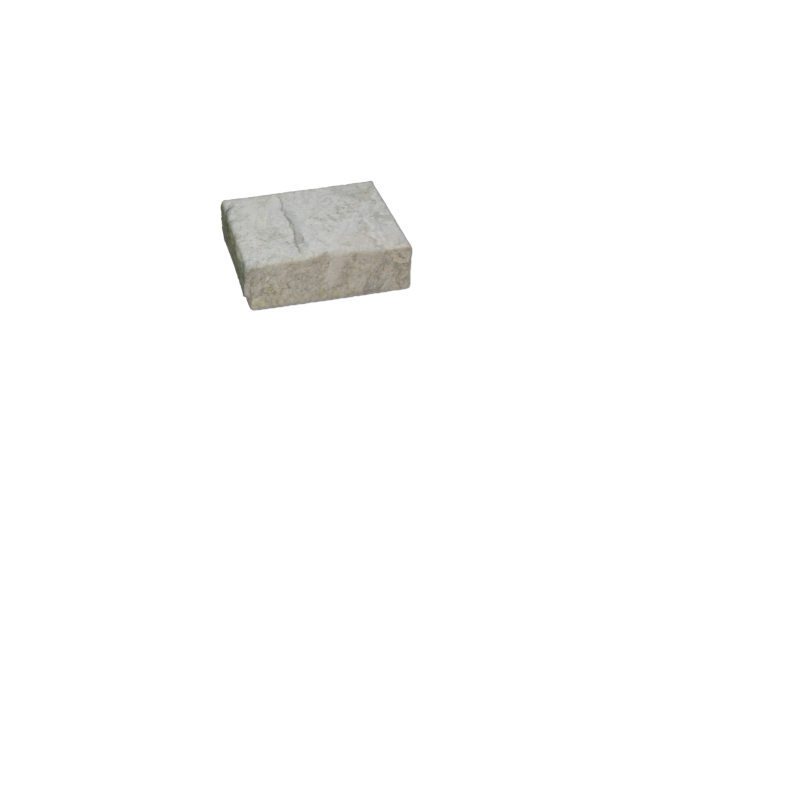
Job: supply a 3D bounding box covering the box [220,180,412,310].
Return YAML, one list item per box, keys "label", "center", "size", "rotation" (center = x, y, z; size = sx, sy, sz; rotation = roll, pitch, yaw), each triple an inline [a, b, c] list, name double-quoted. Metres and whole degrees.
- label: "box"
  center: [-0.047, -0.085, 0.593]
  size: [0.088, 0.028, 0.079]
  rotation: [-9, 38, -13]
